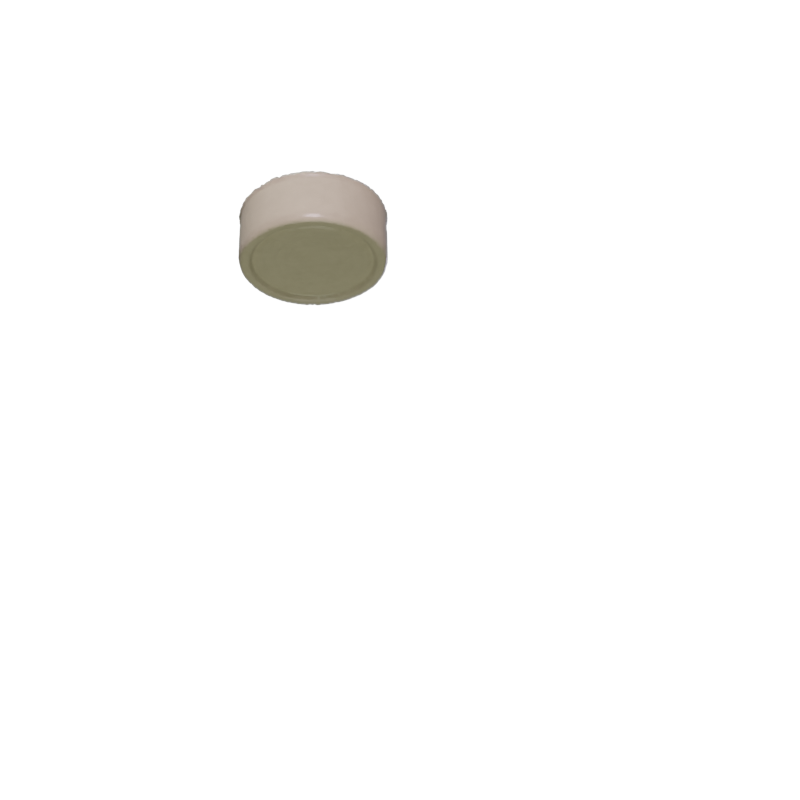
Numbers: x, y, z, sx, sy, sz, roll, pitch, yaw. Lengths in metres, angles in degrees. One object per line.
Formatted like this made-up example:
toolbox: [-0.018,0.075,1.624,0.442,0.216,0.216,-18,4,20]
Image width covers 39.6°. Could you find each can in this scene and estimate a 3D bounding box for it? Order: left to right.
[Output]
can: [-0.050,-0.090,0.633,0.086,0.036,0.080,1,-32,-2]
